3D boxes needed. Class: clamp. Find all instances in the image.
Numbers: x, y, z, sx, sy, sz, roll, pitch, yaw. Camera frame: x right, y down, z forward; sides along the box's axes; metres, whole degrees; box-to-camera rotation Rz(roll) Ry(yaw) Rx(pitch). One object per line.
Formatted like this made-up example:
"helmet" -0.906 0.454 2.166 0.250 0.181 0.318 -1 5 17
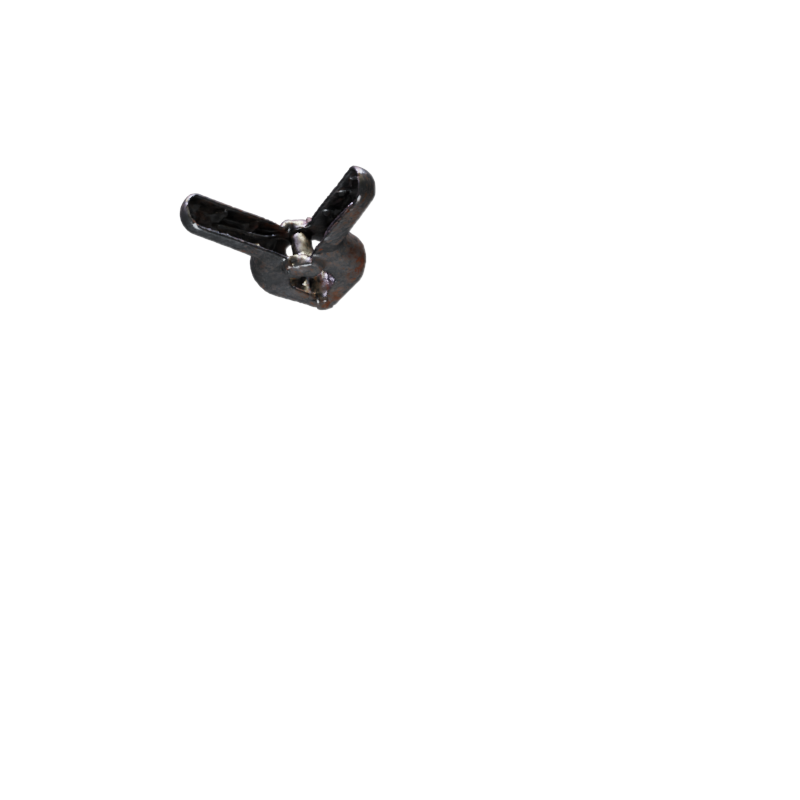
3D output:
"clamp" -0.057 -0.104 0.729 0.122 0.041 0.161 -5 -15 17
